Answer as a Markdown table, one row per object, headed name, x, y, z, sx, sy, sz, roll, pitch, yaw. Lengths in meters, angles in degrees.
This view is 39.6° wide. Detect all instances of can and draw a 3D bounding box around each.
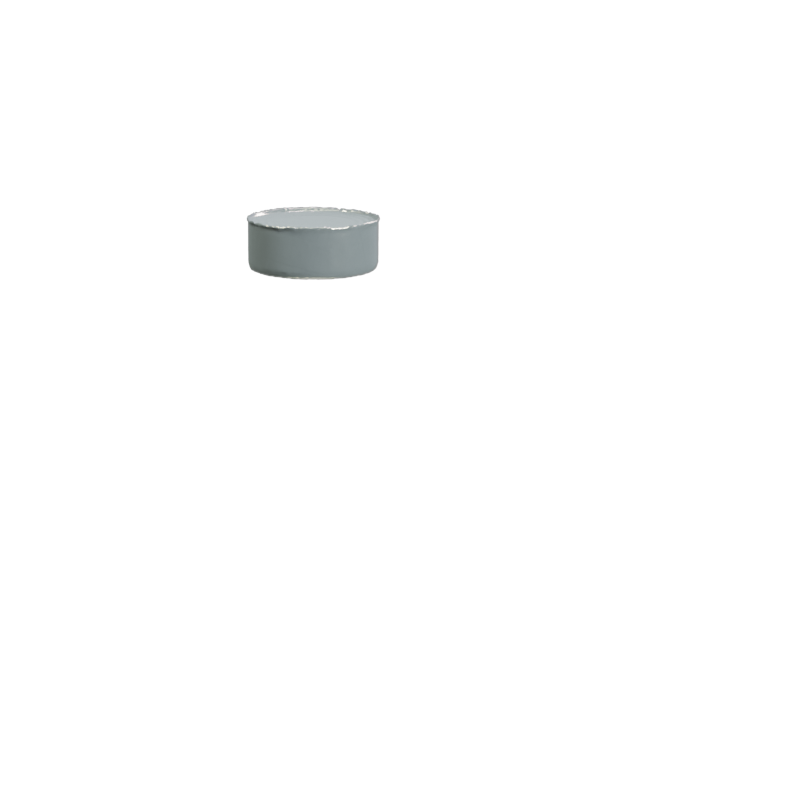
| name | x | y | z | sx | sy | sz | roll | pitch | yaw |
| --- | --- | --- | --- | --- | --- | --- | --- | --- | --- |
| can | -0.056 | -0.102 | 0.716 | 0.086 | 0.032 | 0.089 | -1 | 17 | -2 |
